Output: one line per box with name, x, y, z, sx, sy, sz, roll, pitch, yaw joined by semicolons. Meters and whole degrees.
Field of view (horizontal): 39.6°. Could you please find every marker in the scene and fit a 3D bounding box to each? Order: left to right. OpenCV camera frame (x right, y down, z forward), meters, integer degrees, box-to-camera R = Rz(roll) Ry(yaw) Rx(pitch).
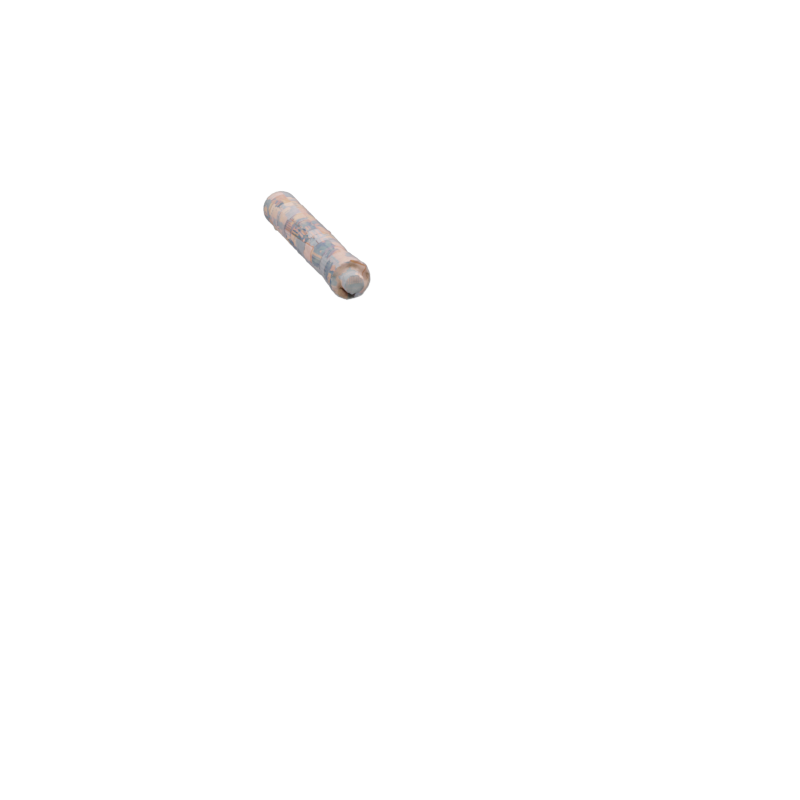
marker;-0.042;-0.076;0.535;0.019;0.019;0.129;-2;24;-21
